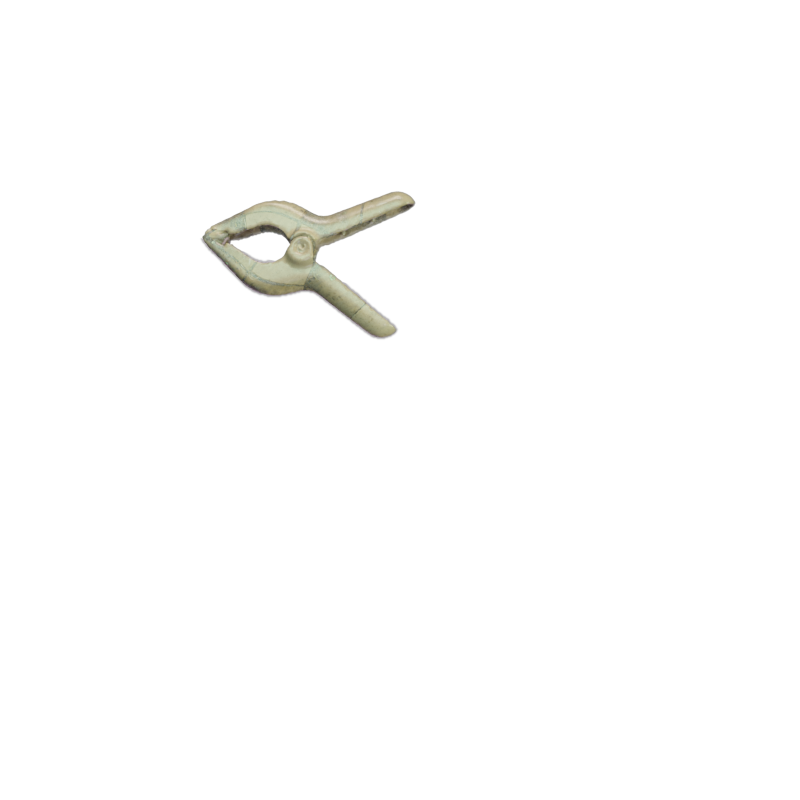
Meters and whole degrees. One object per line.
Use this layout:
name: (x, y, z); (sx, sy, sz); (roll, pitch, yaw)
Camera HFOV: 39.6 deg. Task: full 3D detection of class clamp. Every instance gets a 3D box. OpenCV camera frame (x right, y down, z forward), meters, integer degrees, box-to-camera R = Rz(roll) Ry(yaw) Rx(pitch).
clamp: (-0.070, -0.128, 0.899); (0.173, 0.124, 0.037); (17, -19, 6)
